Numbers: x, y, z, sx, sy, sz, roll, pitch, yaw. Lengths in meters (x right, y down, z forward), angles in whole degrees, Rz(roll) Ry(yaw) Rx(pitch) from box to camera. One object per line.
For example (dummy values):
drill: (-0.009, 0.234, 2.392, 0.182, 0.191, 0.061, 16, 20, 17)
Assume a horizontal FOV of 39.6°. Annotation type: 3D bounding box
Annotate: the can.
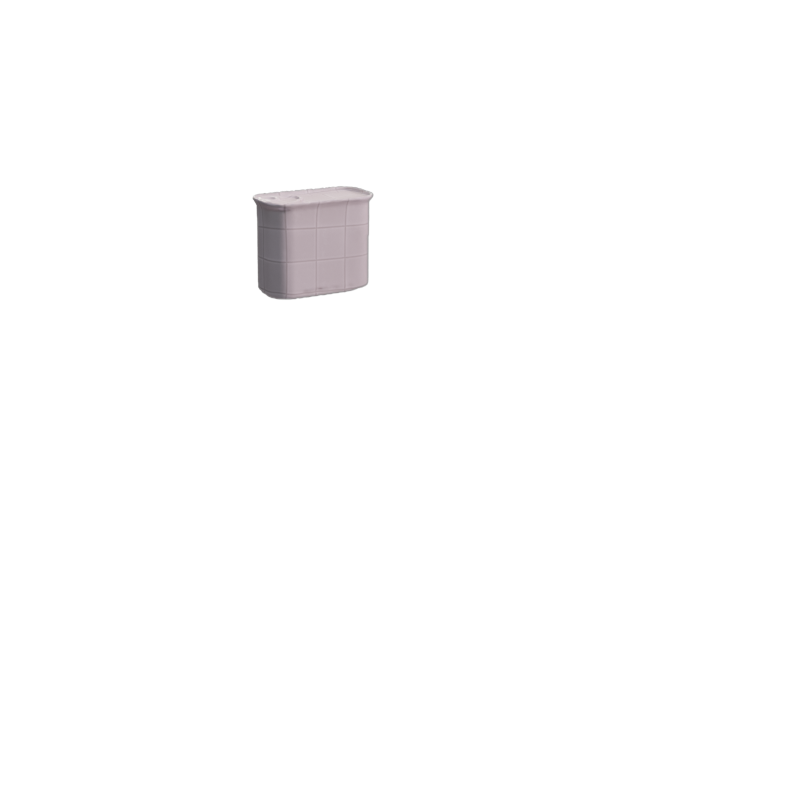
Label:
can: (-0.075, -0.137, 0.961, 0.099, 0.081, 0.061, -9, 18, -28)
